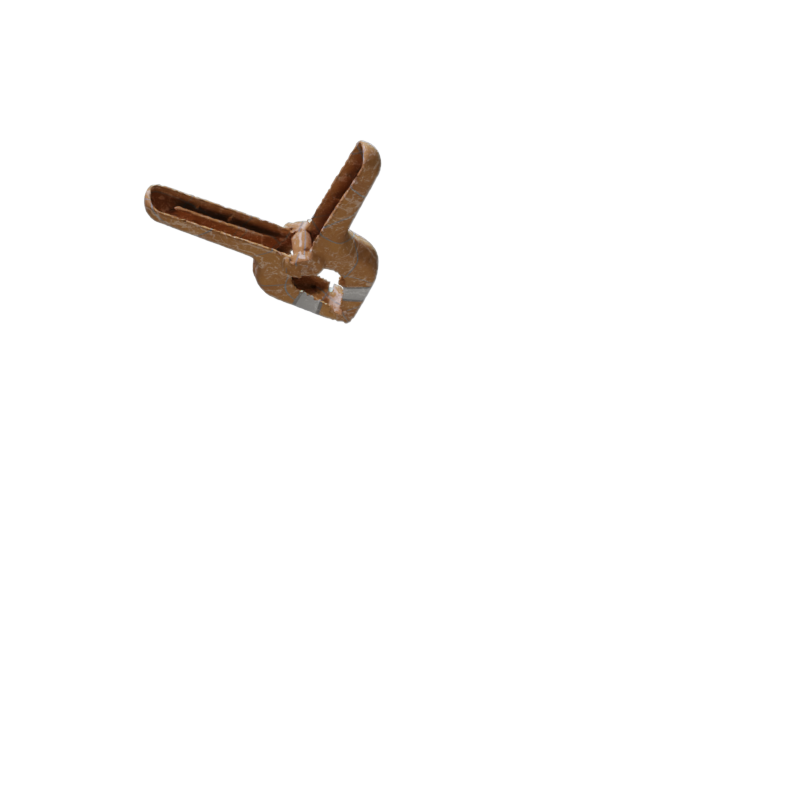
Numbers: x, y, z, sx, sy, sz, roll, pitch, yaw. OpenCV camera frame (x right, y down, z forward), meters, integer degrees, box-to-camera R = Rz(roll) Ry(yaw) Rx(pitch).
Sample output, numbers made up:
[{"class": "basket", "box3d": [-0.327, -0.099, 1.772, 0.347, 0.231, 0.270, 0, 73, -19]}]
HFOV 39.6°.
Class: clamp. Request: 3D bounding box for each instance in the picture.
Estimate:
[{"class": "clamp", "box3d": [-0.063, -0.114, 0.799, 0.167, 0.039, 0.195, -10, -27, 21]}]
